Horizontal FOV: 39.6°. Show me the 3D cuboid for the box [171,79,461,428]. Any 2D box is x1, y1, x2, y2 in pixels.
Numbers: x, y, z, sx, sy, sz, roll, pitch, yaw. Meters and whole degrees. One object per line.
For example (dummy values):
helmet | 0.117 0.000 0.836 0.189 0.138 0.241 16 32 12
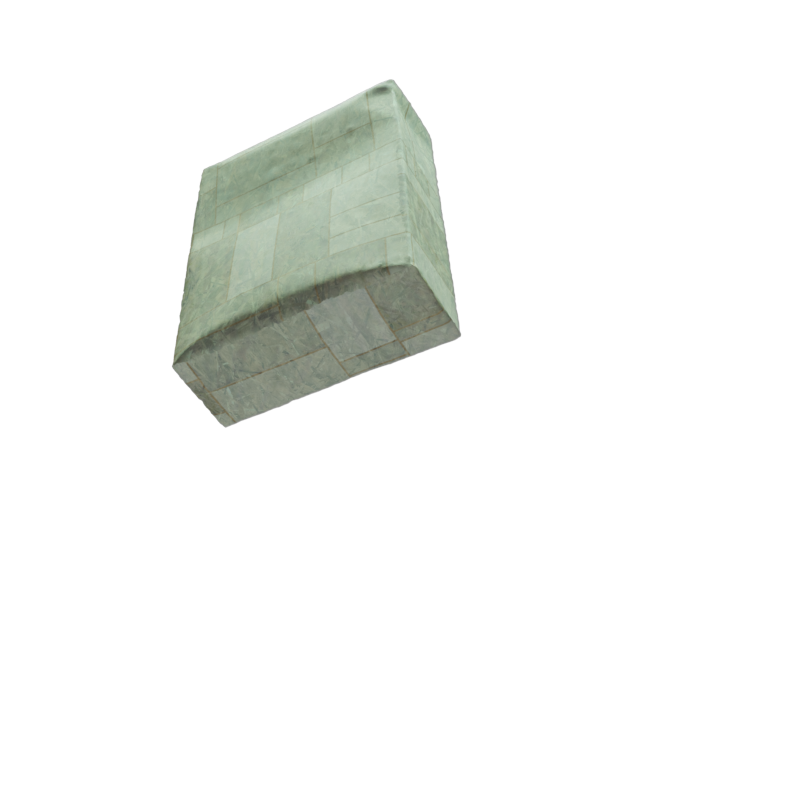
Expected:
box | -0.057 -0.104 0.731 0.165 0.229 0.066 -22 -50 16
